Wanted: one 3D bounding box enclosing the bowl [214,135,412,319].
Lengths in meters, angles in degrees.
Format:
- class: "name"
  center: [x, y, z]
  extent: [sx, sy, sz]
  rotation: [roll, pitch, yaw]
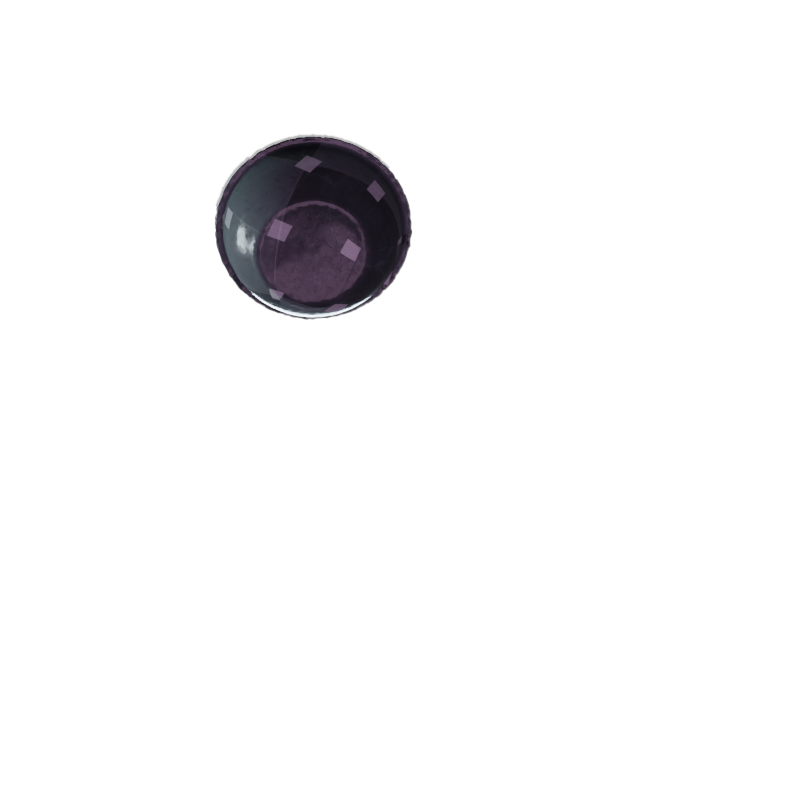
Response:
- class: "bowl"
  center: [-0.069, -0.126, 0.886]
  extent: [0.162, 0.154, 0.058]
  rotation: [1, 24, -1]
